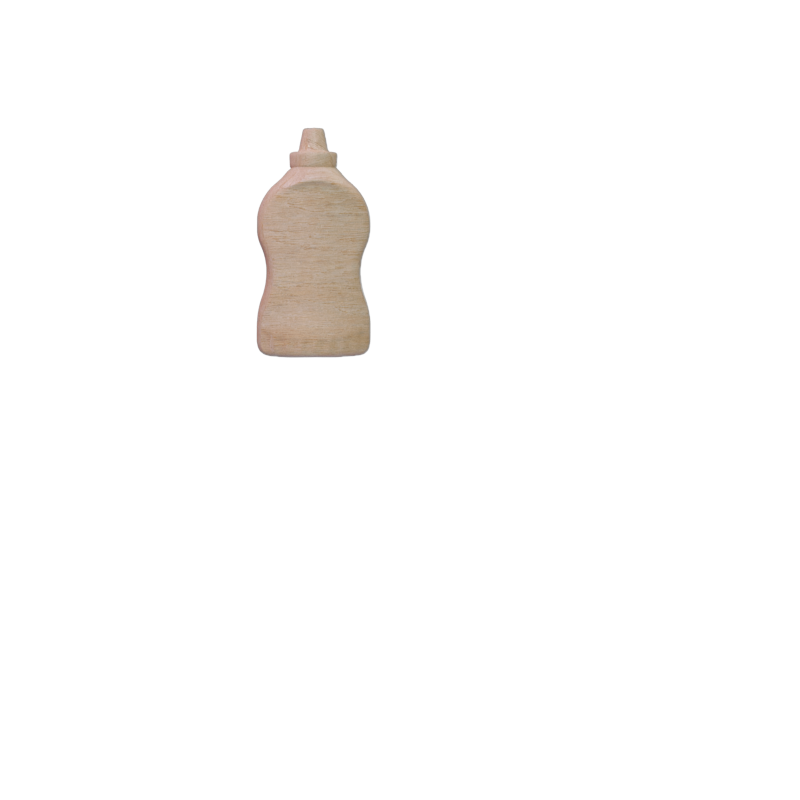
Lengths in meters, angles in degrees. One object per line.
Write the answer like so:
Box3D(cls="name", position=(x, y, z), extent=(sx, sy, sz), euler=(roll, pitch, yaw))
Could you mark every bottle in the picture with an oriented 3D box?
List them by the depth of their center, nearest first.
Box3D(cls="bottle", position=(-0.074, -0.134, 0.940), extent=(0.096, 0.191, 0.059), euler=(0, 2, -3))
